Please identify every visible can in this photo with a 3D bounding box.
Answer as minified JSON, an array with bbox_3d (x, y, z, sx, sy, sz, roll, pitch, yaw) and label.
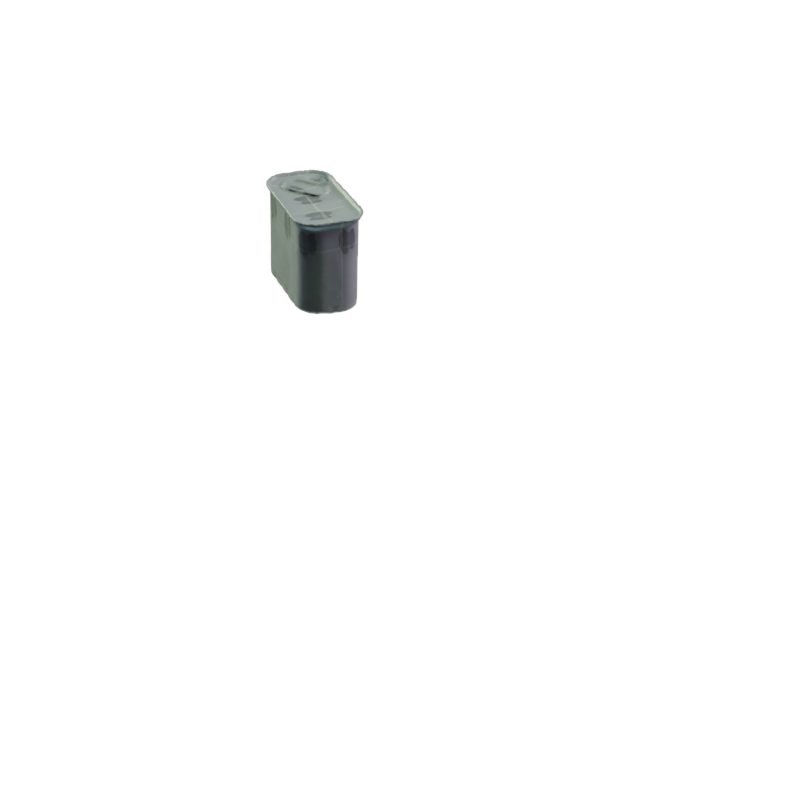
[{"bbox_3d":[-0.071,-0.129,0.903,0.056,0.079,0.110,-11,34,-20],"label":"can"}]
